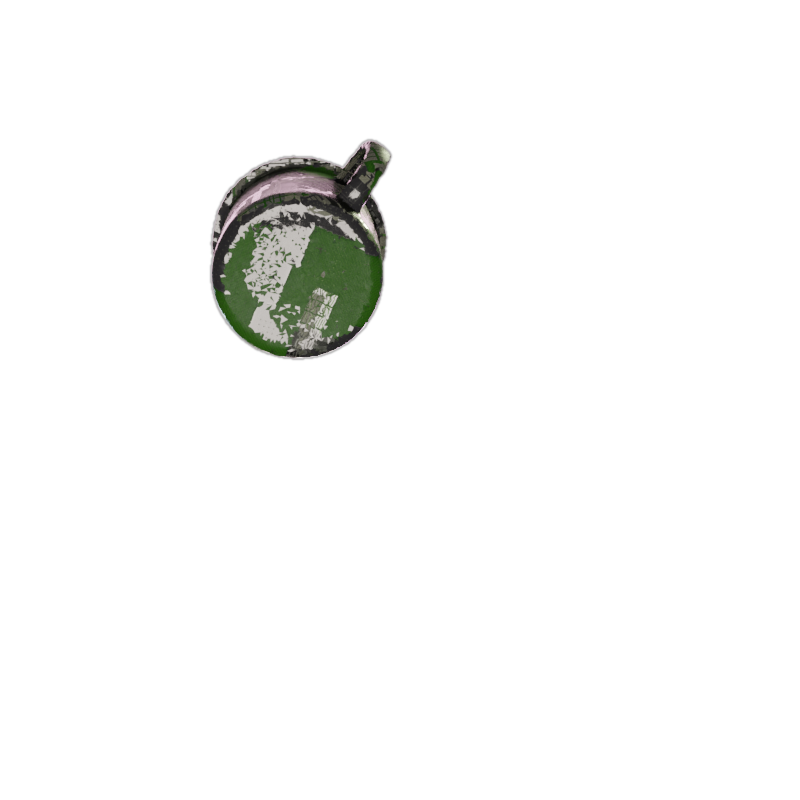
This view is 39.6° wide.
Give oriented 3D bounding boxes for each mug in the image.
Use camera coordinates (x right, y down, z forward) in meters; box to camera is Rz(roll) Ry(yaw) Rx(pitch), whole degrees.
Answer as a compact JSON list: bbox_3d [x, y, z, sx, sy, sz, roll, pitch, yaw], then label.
[{"bbox_3d":[-0.043,-0.079,0.551,0.091,0.116,0.085,38,11,-12],"label":"mug"}]
